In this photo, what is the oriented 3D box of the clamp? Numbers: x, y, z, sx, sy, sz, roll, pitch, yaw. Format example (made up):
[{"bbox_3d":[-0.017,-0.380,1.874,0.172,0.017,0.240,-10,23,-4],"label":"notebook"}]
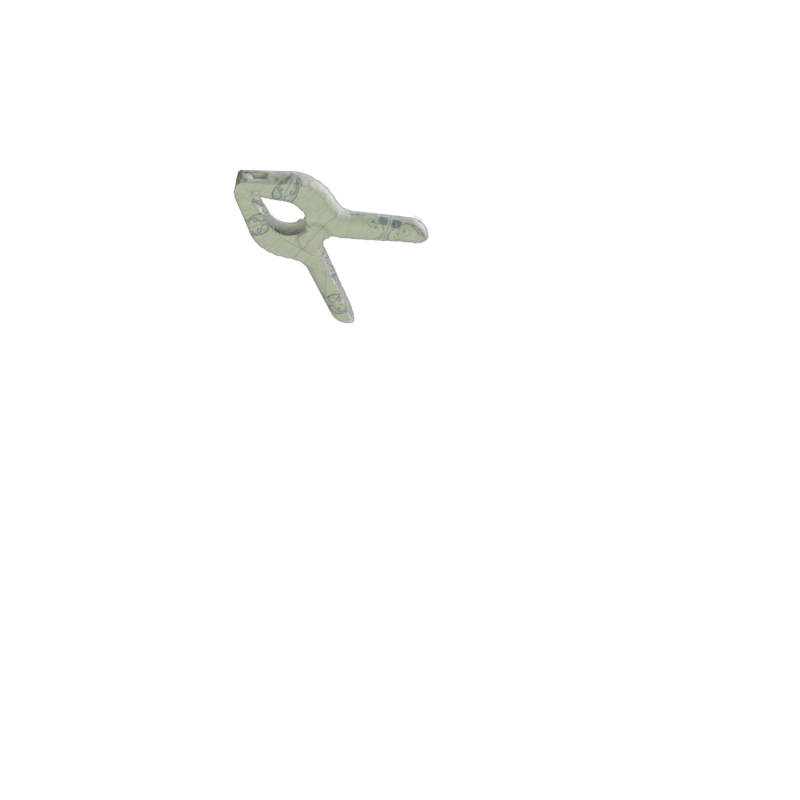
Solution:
[{"bbox_3d":[-0.076,-0.138,0.965,0.167,0.117,0.041,25,22,-11],"label":"clamp"}]
